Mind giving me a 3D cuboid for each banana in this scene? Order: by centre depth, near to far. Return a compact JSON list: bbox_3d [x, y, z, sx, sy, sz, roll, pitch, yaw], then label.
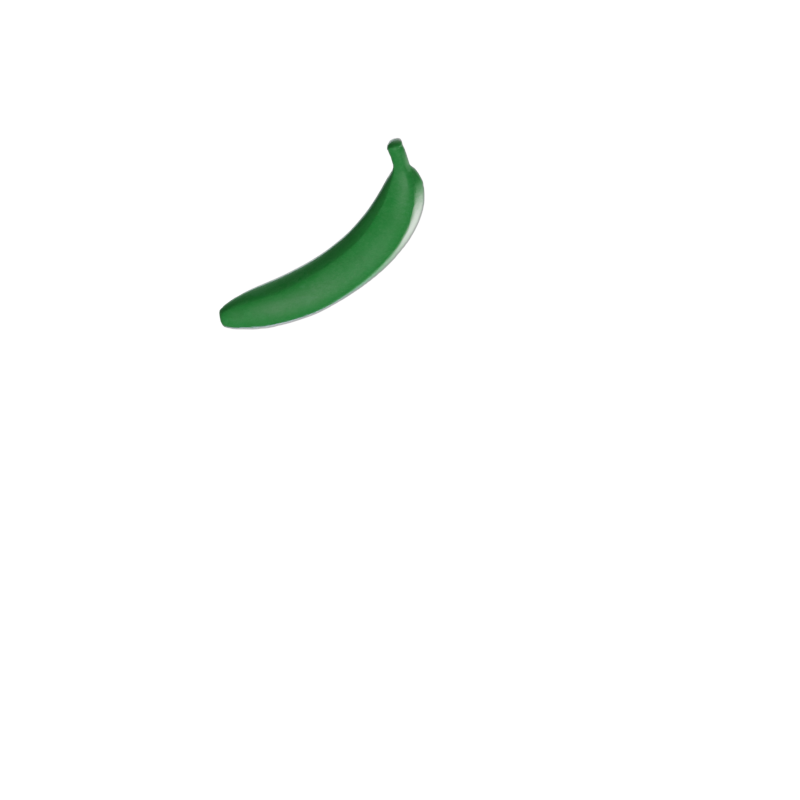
[{"bbox_3d":[-0.046,-0.106,0.797,0.066,0.195,0.039,38,25,-22],"label":"banana"}]
